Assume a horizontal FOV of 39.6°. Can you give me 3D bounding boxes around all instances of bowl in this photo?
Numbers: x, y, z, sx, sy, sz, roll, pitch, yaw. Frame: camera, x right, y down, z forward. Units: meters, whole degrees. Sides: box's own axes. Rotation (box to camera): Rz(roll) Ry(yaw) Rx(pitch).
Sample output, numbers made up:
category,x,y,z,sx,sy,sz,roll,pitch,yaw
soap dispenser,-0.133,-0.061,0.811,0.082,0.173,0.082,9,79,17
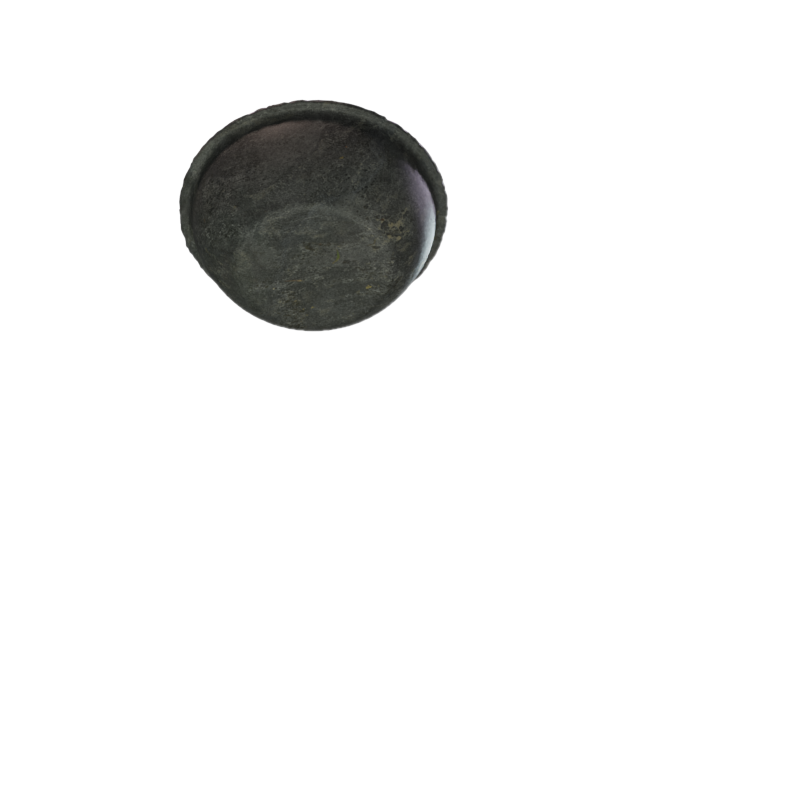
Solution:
category,x,y,z,sx,sy,sz,roll,pitch,yaw
bowl,-0.051,-0.092,0.647,0.162,0.151,0.059,1,41,-1
